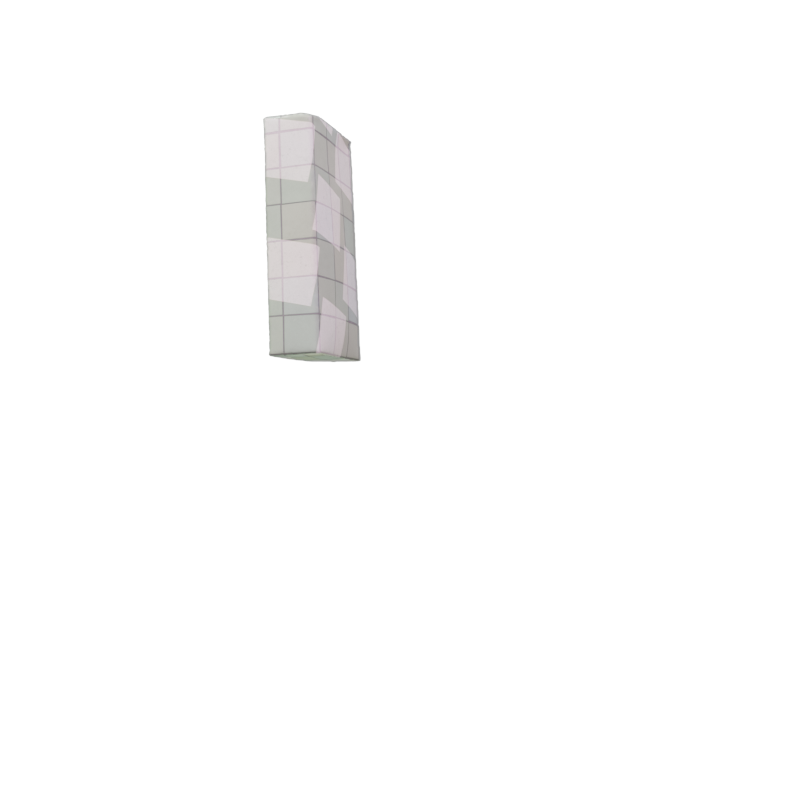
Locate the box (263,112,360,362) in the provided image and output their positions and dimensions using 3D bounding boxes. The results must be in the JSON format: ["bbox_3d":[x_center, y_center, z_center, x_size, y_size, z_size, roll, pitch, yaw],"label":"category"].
[{"bbox_3d":[-0.065,-0.118,0.829,0.049,0.180,0.089,-3,-8,17],"label":"box"}]
